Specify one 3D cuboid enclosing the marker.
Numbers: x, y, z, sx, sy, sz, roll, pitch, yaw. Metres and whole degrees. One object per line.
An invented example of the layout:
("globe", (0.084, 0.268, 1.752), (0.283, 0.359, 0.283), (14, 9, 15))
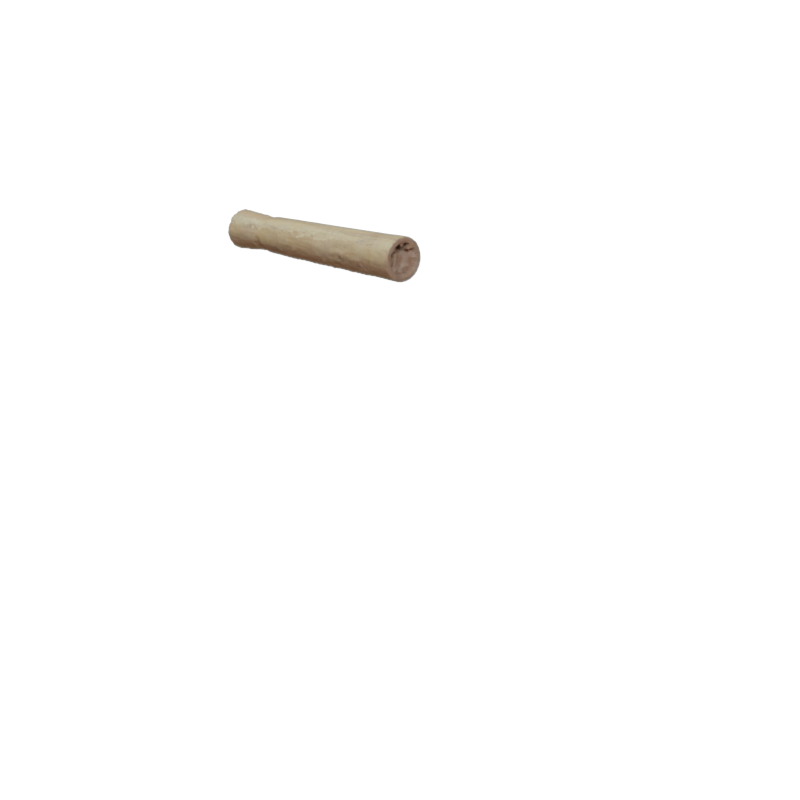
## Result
("marker", (-0.039, -0.070, 0.492), (0.019, 0.019, 0.128), (-3, 15, -40))
